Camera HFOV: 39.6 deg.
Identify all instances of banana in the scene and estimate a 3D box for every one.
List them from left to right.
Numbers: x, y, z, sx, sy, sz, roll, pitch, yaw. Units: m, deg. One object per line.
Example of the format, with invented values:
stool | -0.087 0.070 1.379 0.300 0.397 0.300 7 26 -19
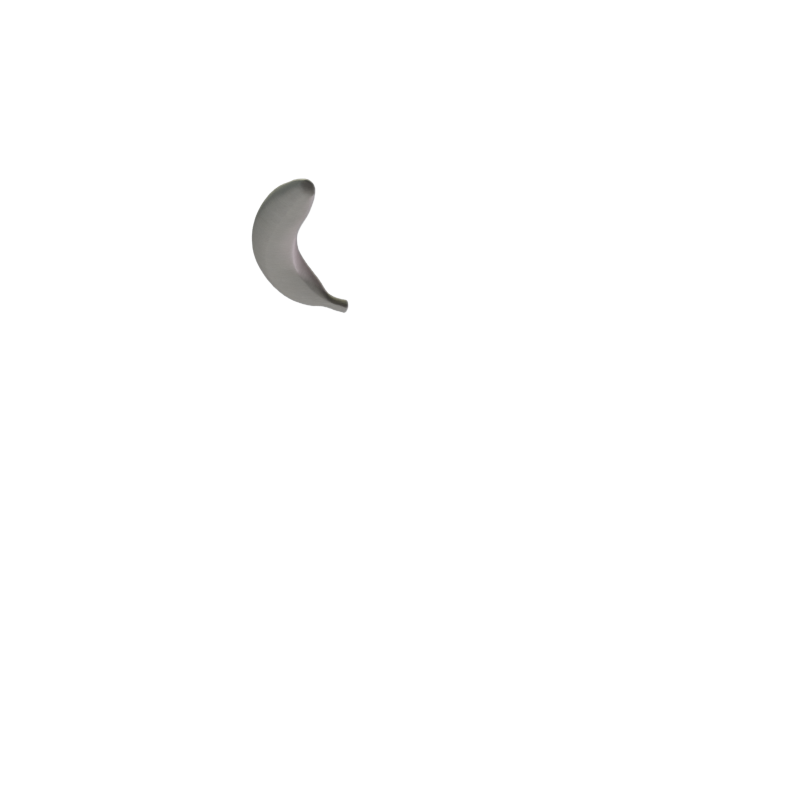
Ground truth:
banana | -0.090 -0.129 0.926 0.070 0.039 0.185 -3 -24 6
